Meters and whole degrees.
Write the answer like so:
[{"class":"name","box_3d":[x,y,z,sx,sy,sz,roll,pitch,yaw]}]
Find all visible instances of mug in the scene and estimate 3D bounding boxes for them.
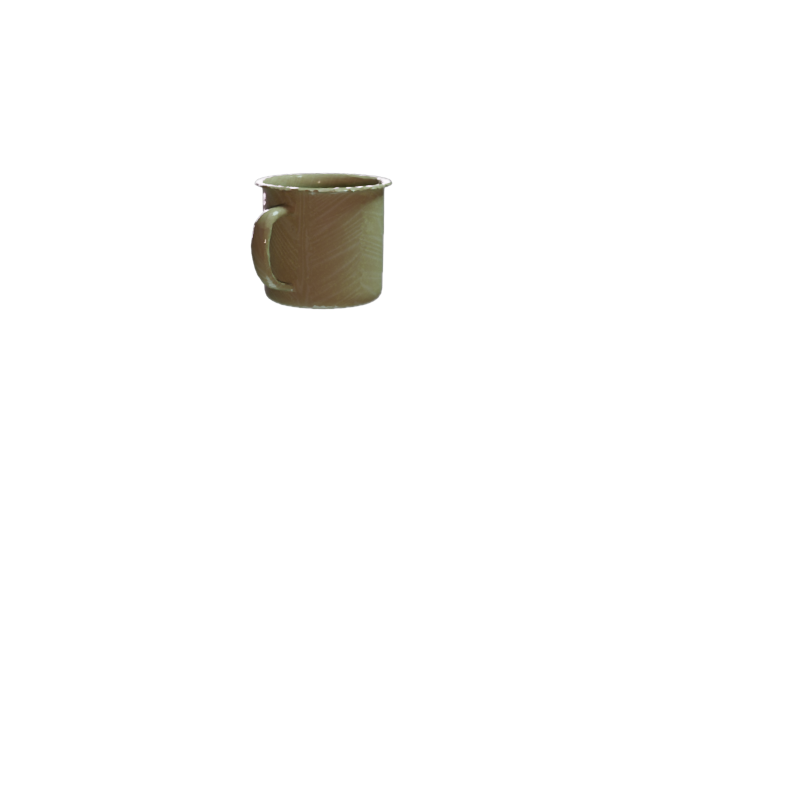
[{"class":"mug","box_3d":[-0.058,-0.106,0.746,0.097,0.079,0.116,9,18,31]}]
